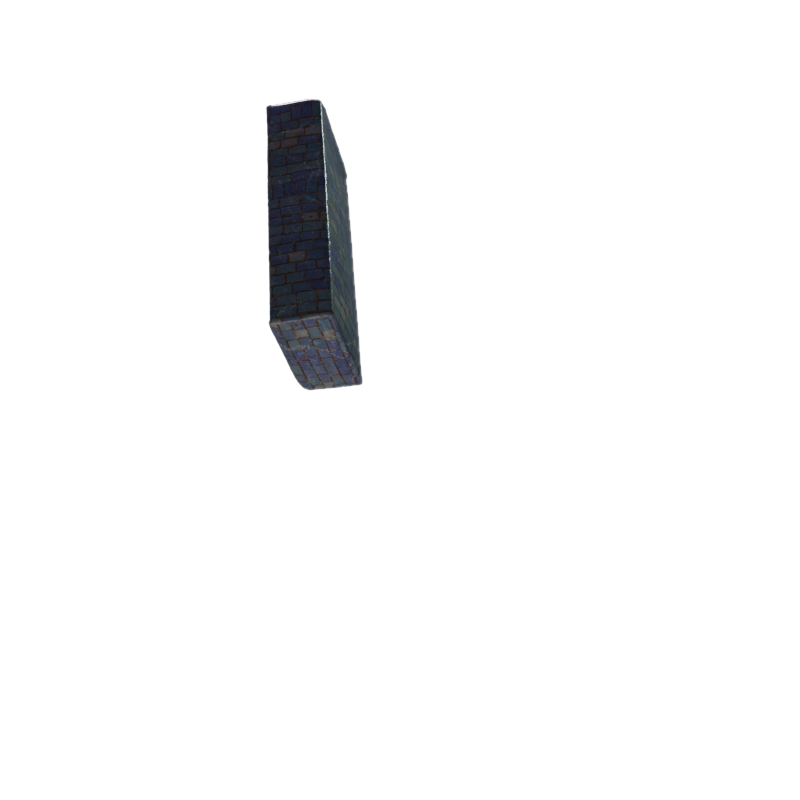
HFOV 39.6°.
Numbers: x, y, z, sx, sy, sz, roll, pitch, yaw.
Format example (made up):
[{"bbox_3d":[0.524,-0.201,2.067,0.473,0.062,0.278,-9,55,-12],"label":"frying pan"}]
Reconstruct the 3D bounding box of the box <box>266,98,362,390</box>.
[{"bbox_3d":[-0.057,-0.105,0.734,0.048,0.188,0.086,-8,-32,8],"label":"box"}]
